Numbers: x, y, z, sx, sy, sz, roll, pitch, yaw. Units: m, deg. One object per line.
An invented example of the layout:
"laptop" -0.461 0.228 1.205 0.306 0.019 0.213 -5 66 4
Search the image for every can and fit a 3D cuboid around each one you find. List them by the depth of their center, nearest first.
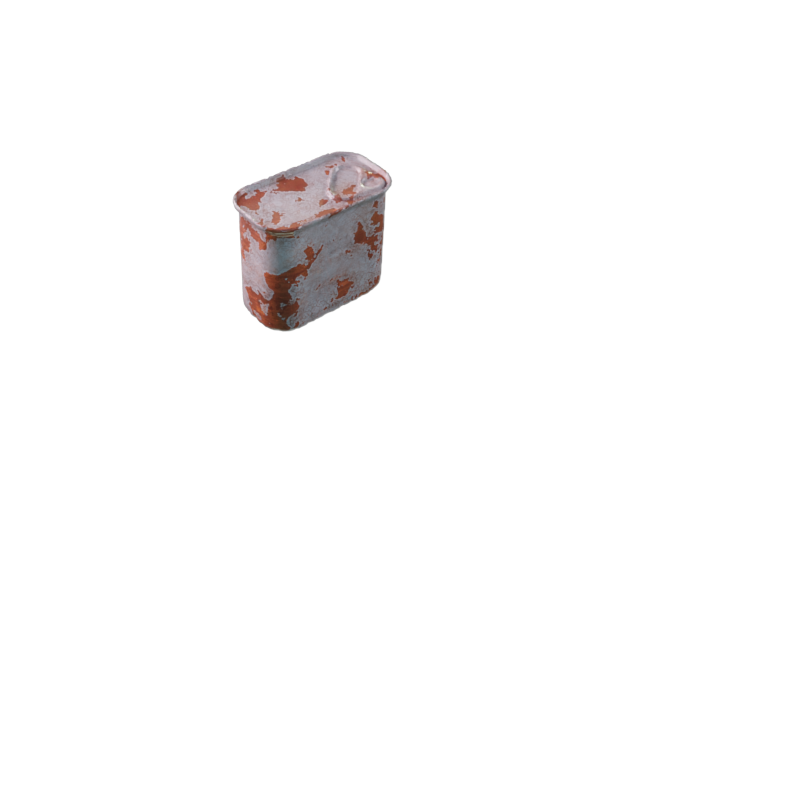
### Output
"can" -0.057 -0.103 0.724 0.102 0.078 0.062 -28 48 -30
